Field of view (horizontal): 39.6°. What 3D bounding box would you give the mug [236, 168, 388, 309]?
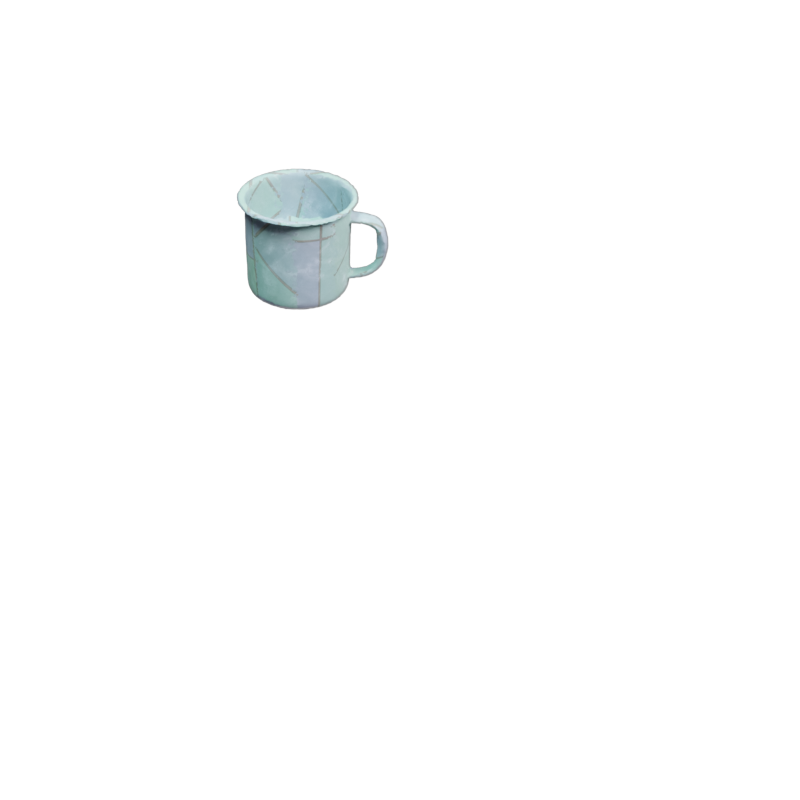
[{"bbox_3d":[-0.068,-0.123,0.865,0.118,0.076,0.099,4,34,4],"label":"mug"}]
